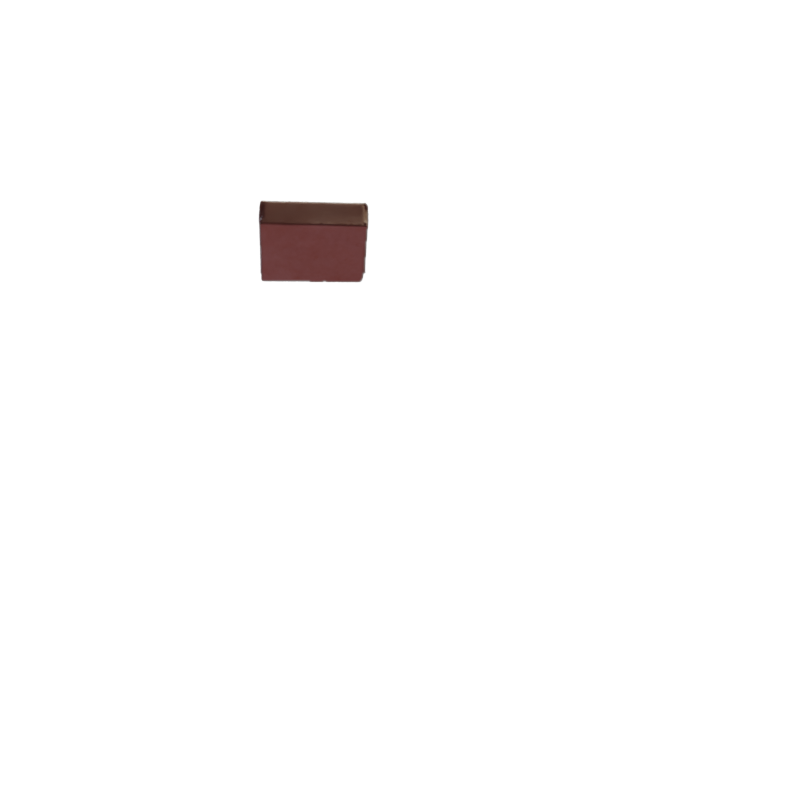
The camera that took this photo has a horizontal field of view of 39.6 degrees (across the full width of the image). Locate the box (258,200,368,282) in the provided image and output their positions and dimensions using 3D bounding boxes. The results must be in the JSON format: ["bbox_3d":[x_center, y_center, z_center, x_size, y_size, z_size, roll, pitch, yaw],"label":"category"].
[{"bbox_3d":[-0.072,-0.132,0.922,0.089,0.032,0.068,1,-36,-2],"label":"box"}]
